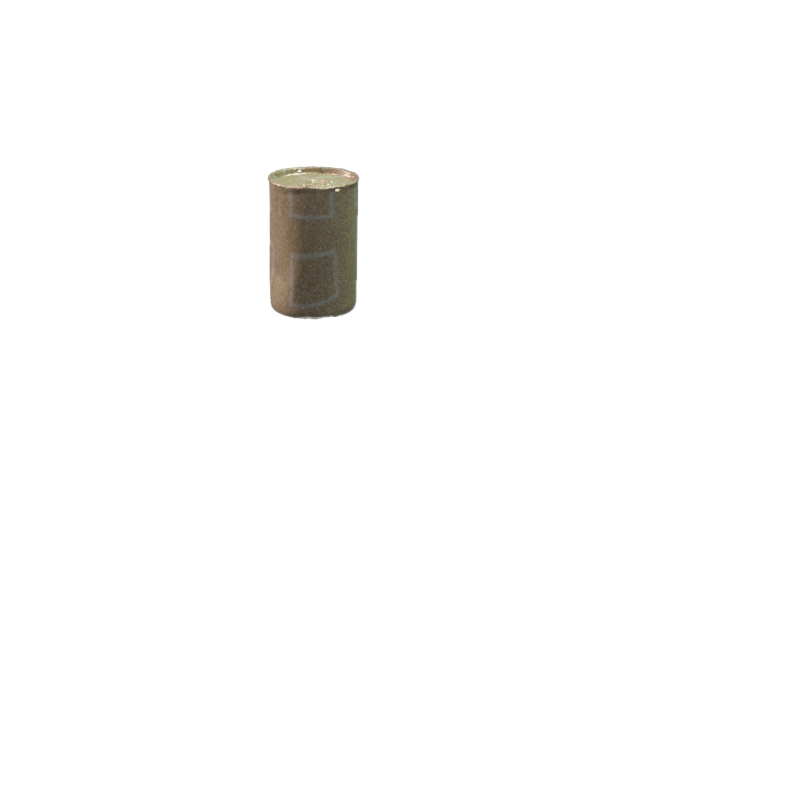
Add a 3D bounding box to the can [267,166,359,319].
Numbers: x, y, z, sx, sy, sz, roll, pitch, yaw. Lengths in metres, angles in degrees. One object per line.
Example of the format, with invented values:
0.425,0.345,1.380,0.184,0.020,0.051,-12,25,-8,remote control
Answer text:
-0.066,-0.119,0.837,0.068,0.098,0.072,0,19,-2,can
